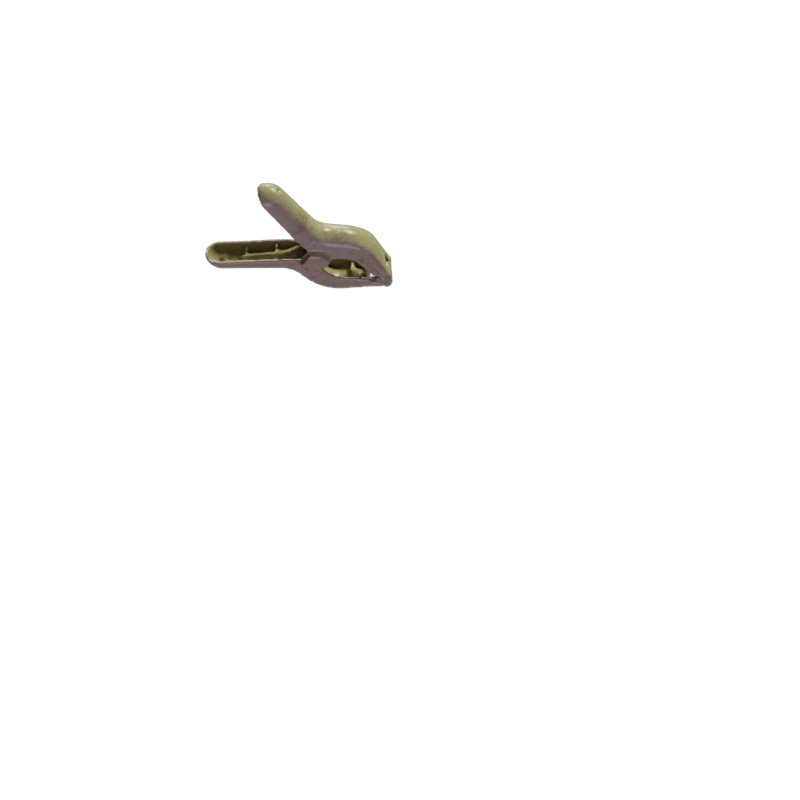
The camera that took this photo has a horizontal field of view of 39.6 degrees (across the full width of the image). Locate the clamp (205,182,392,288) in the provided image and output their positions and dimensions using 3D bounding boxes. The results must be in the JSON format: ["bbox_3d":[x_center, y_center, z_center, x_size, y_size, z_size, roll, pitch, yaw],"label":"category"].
[{"bbox_3d":[-0.077,-0.141,0.989,0.166,0.041,0.117,8,-24,-20],"label":"clamp"}]
